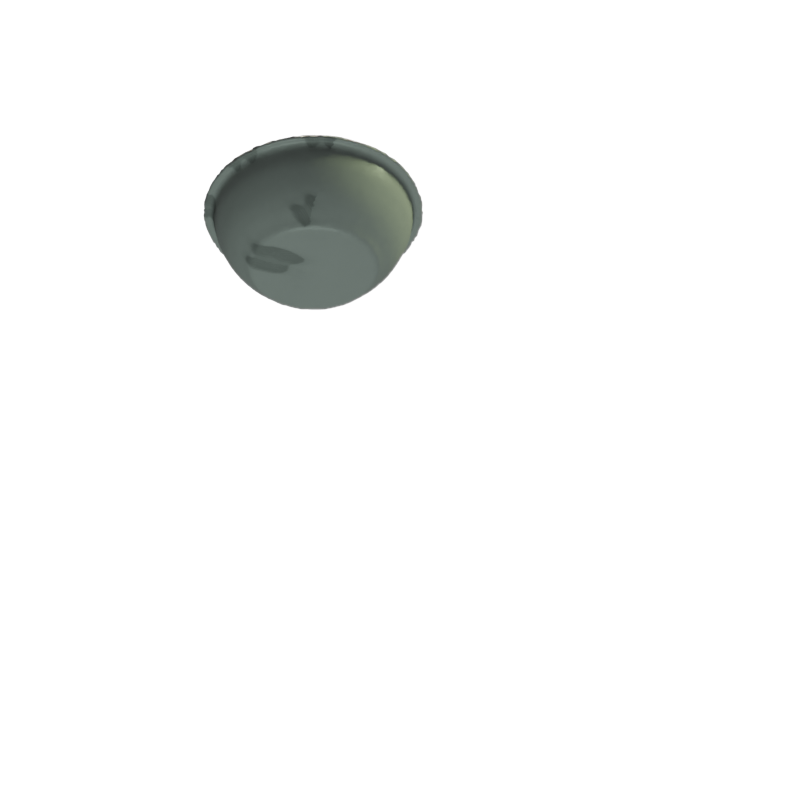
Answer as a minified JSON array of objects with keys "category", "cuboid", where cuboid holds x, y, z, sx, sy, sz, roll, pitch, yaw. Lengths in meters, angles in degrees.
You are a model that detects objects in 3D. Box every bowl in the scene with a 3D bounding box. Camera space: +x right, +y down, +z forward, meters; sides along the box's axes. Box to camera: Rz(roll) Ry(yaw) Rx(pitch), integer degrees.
[{"category":"bowl","cuboid":[-0.063,-0.114,0.801,0.162,0.059,0.151,1,-37,-2]}]
